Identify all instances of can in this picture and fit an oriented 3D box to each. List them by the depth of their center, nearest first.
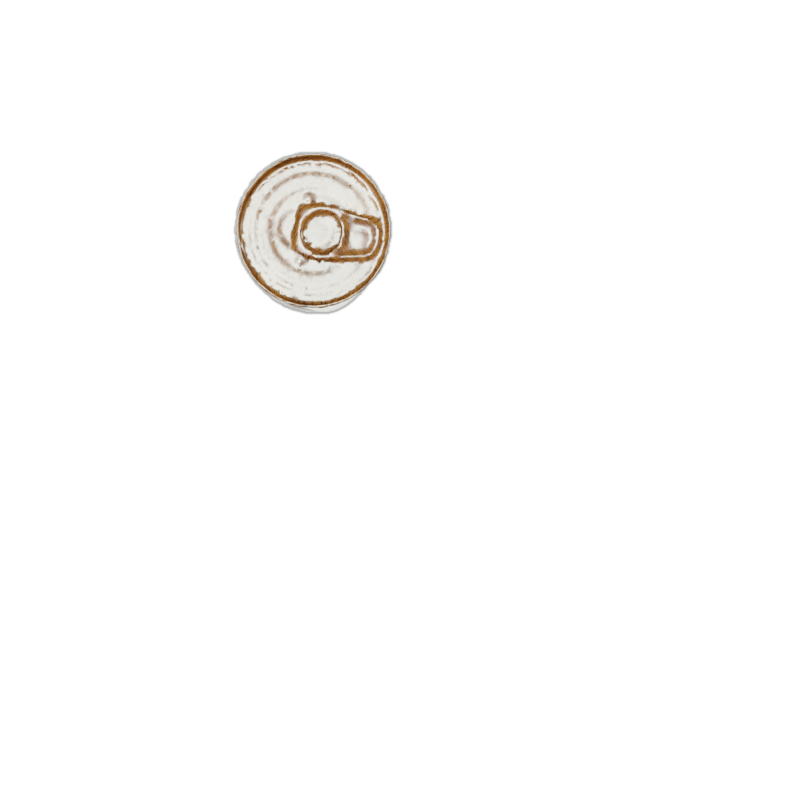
[{"bbox_3d":[-0.042,-0.076,0.531,0.068,0.069,0.102,0,0,-3],"label":"can"}]
